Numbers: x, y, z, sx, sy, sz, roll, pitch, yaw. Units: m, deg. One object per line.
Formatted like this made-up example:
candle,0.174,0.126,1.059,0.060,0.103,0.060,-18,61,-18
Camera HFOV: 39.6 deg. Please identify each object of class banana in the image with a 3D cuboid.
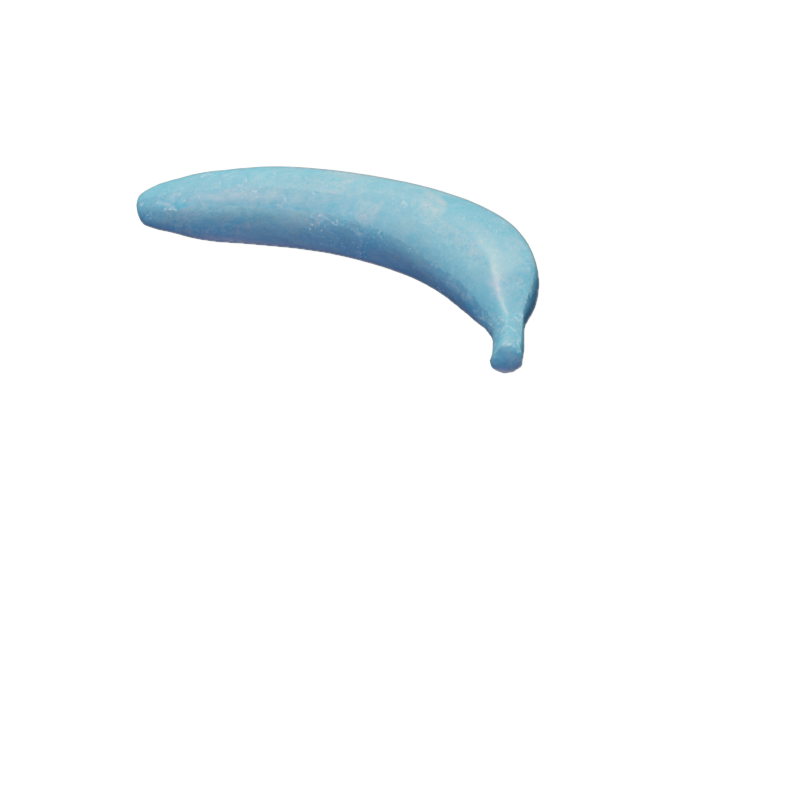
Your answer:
banana,-0.020,-0.068,0.446,0.210,0.035,0.069,23,35,35
